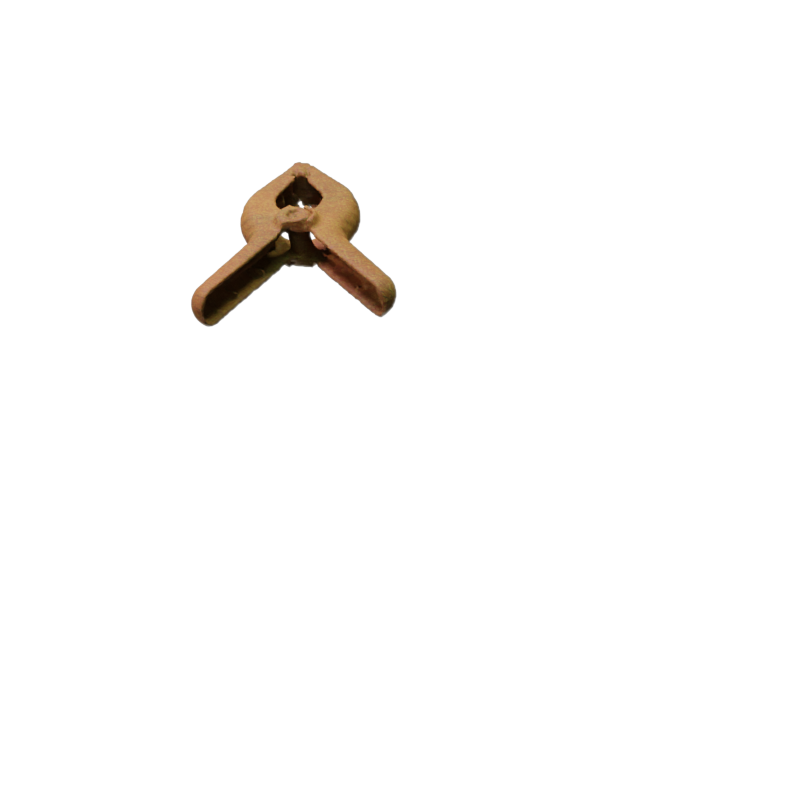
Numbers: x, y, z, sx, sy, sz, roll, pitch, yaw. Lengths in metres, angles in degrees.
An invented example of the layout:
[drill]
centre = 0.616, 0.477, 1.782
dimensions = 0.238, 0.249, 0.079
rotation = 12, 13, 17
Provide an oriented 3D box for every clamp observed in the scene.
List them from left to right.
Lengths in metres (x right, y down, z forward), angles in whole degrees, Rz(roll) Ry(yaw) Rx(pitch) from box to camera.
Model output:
[clamp]
centre = -0.055, -0.101, 0.708
dimensions = 0.121, 0.037, 0.181
rotation = 5, 40, 6
